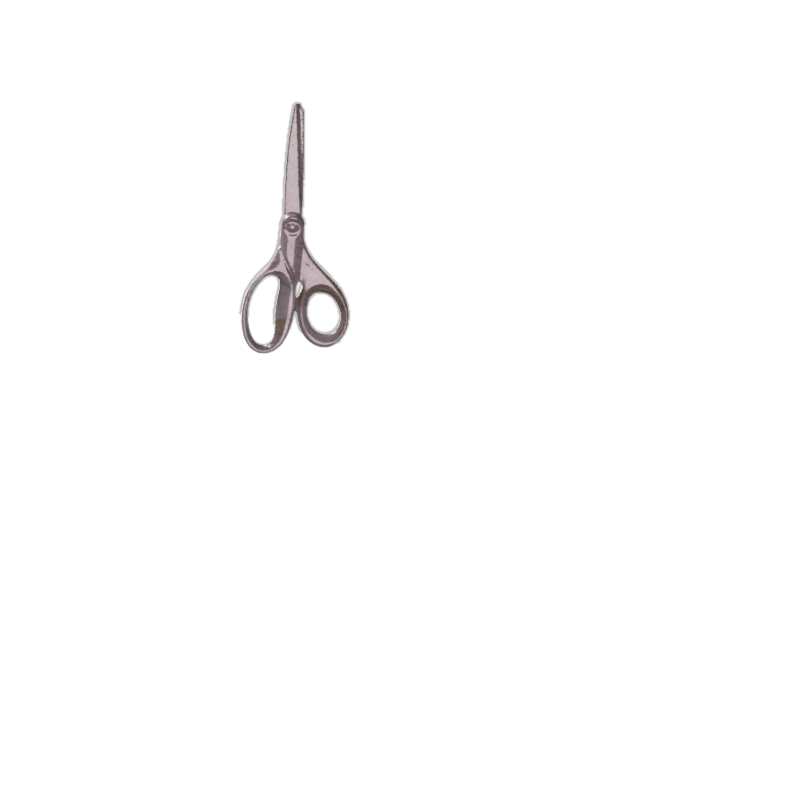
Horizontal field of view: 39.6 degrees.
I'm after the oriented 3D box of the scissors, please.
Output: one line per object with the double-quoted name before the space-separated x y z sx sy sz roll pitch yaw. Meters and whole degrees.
"scissors" -0.069 -0.126 0.883 0.095 0.197 0.016 19 12 -4
